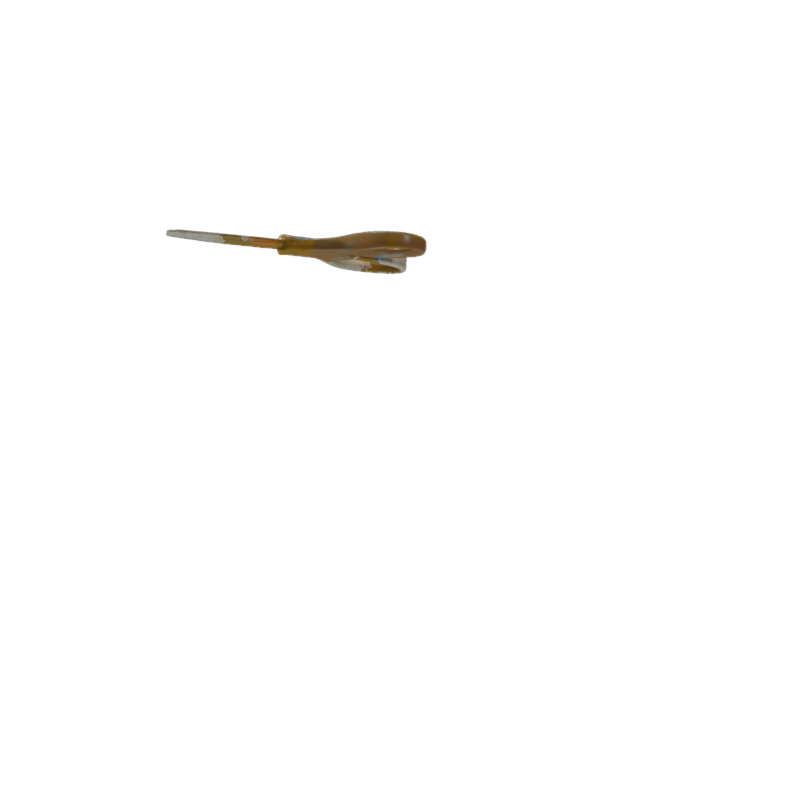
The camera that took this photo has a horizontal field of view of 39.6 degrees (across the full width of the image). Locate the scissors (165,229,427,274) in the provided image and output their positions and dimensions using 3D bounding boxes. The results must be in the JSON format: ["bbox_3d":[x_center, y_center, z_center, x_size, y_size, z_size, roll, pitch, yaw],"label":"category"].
[{"bbox_3d":[-0.065,-0.119,0.837,0.192,0.016,0.098,6,-10,-37],"label":"scissors"}]
